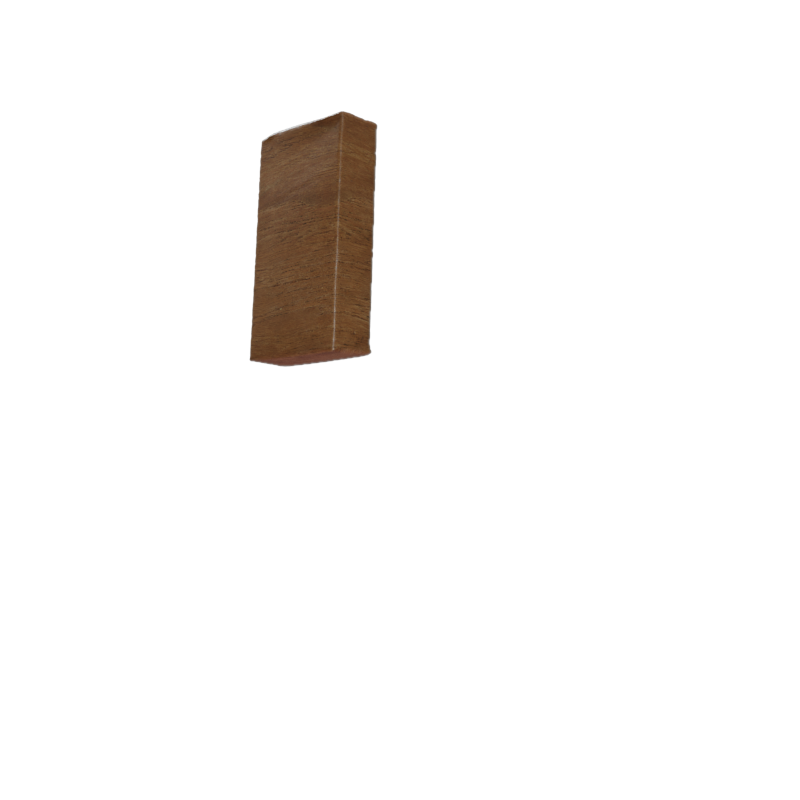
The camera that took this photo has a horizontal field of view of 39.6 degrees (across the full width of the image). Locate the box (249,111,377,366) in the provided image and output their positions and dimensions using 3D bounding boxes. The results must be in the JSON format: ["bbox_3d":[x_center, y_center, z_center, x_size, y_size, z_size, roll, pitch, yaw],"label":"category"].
[{"bbox_3d":[-0.065,-0.117,0.821,0.095,0.182,0.045,-11,-16,43],"label":"box"}]
